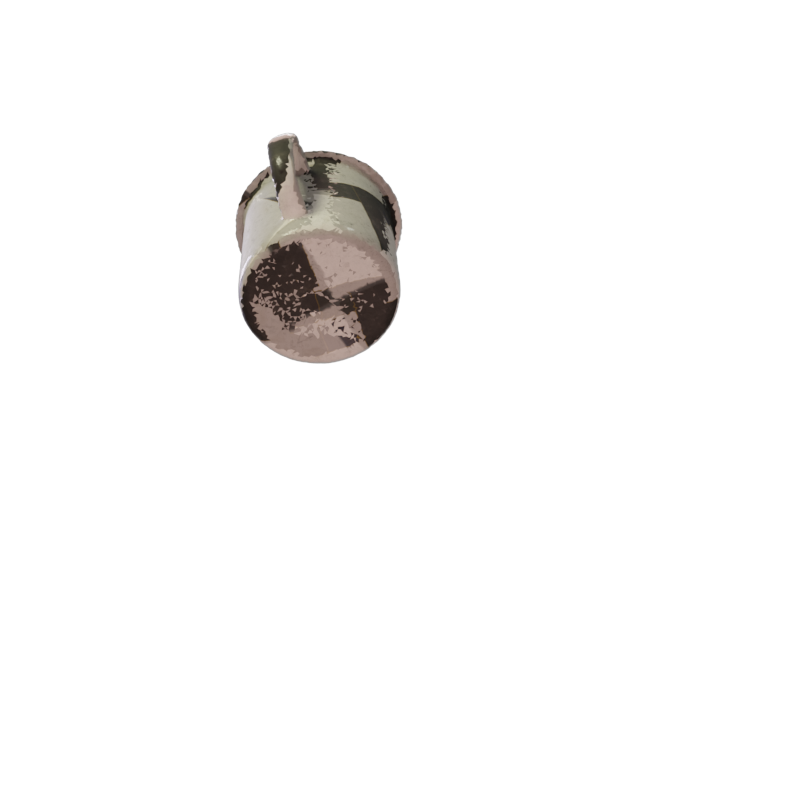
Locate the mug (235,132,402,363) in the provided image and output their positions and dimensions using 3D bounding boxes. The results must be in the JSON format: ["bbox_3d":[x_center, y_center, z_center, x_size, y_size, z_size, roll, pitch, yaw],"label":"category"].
[{"bbox_3d":[-0.045,-0.083,0.578,0.094,0.110,0.087,-12,31,5],"label":"mug"}]
